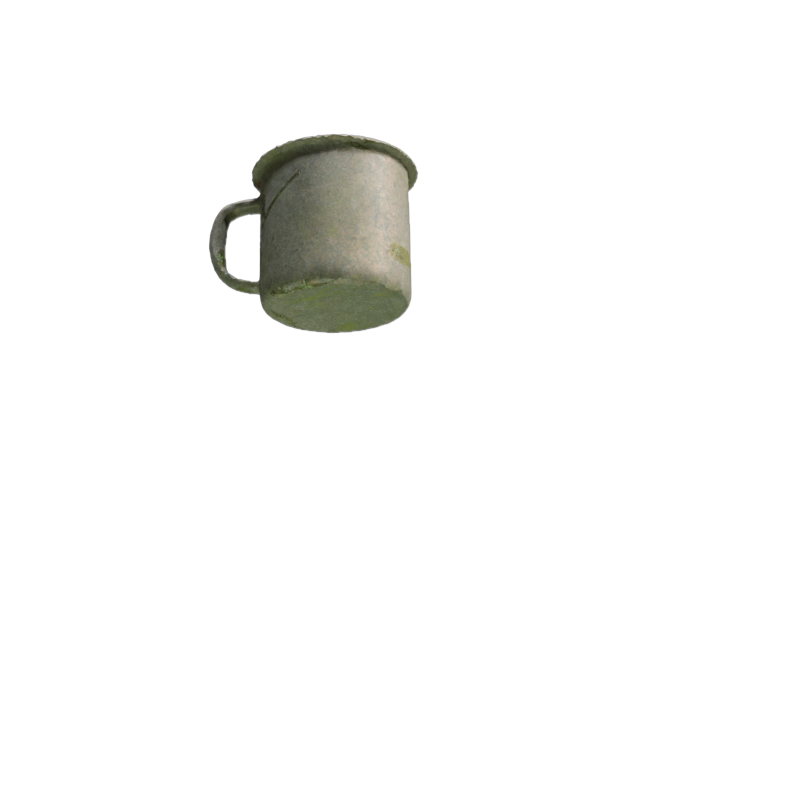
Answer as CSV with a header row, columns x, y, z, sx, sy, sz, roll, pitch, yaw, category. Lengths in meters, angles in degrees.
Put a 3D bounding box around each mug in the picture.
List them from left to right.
x,y,z,sx,sy,sz,roll,pitch,yaw,category
-0.048,-0.087,0.607,0.118,0.086,0.088,-3,-21,6,mug
